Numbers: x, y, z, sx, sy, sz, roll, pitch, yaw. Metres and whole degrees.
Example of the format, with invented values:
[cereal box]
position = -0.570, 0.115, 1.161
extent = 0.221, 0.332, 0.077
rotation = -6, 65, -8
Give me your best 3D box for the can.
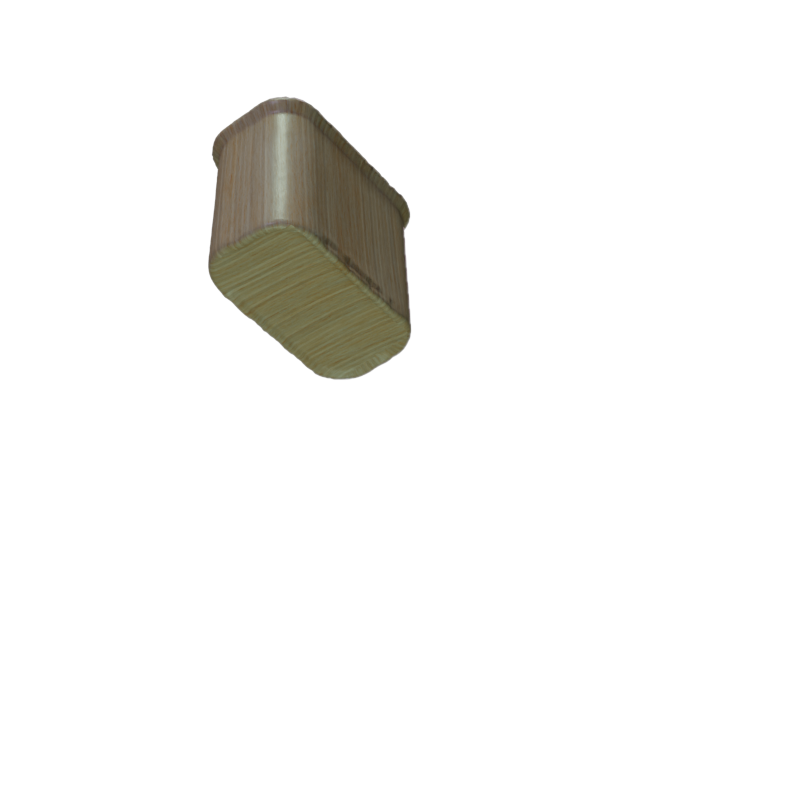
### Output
[can]
position = -0.039, -0.070, 0.494
extent = 0.057, 0.090, 0.095
rotation = -30, -51, 25
